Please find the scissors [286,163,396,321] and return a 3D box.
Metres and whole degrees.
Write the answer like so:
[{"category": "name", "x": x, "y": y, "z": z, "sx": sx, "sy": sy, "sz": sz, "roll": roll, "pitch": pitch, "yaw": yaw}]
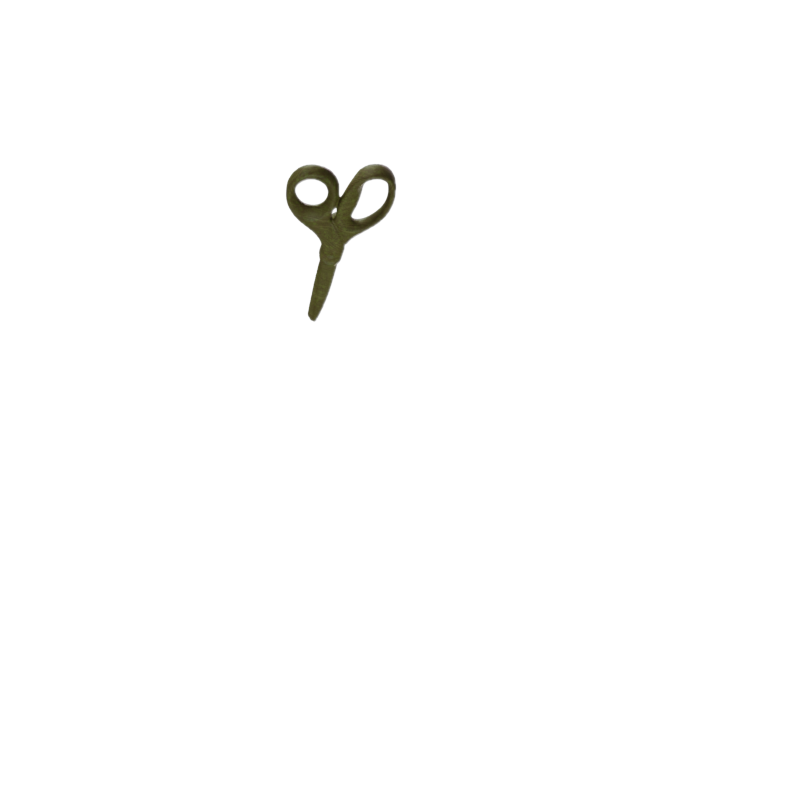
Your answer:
[{"category": "scissors", "x": -0.073, "y": -0.133, "z": 0.933, "sx": 0.092, "sy": 0.017, "sz": 0.195, "roll": 18, "pitch": -40, "yaw": -23}]
